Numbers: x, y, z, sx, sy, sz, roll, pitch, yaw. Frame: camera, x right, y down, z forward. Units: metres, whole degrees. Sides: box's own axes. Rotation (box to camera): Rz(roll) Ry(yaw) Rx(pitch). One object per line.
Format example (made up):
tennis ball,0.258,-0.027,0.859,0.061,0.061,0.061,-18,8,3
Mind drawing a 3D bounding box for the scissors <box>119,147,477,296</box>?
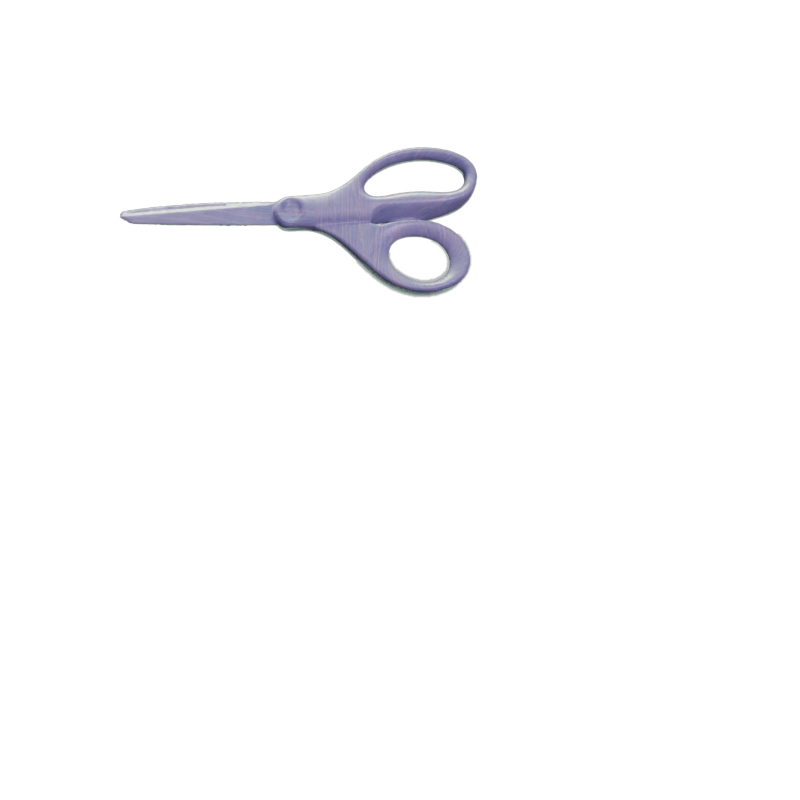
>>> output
scissors,-0.049,-0.089,0.623,0.201,0.101,0.015,-16,-19,-6
